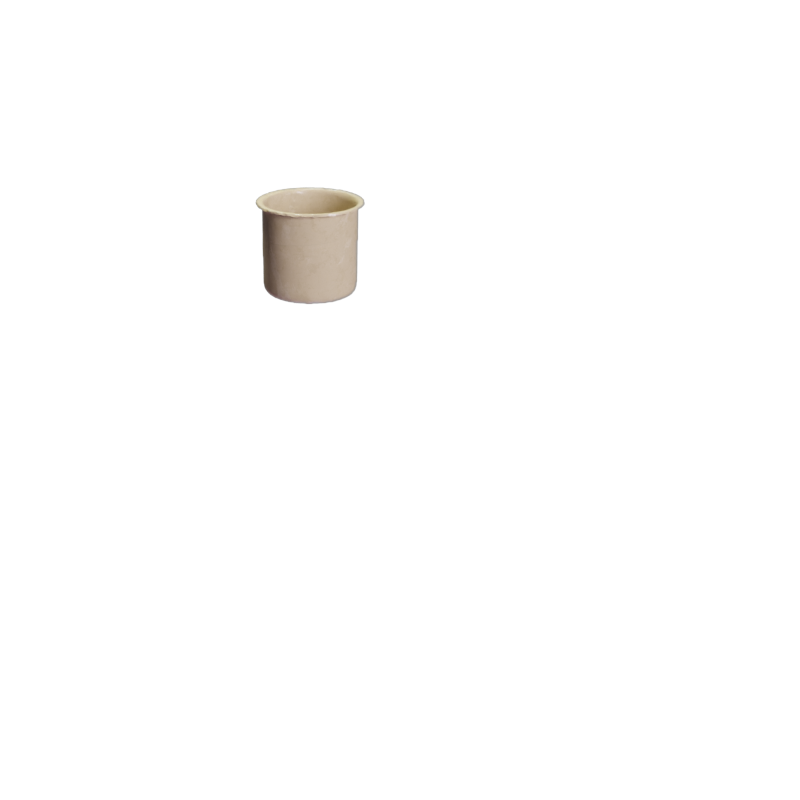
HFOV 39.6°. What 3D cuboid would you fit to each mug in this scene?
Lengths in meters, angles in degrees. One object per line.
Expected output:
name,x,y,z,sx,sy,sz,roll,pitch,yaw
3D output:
mug,-0.076,-0.138,0.967,0.095,0.078,0.121,4,23,9
